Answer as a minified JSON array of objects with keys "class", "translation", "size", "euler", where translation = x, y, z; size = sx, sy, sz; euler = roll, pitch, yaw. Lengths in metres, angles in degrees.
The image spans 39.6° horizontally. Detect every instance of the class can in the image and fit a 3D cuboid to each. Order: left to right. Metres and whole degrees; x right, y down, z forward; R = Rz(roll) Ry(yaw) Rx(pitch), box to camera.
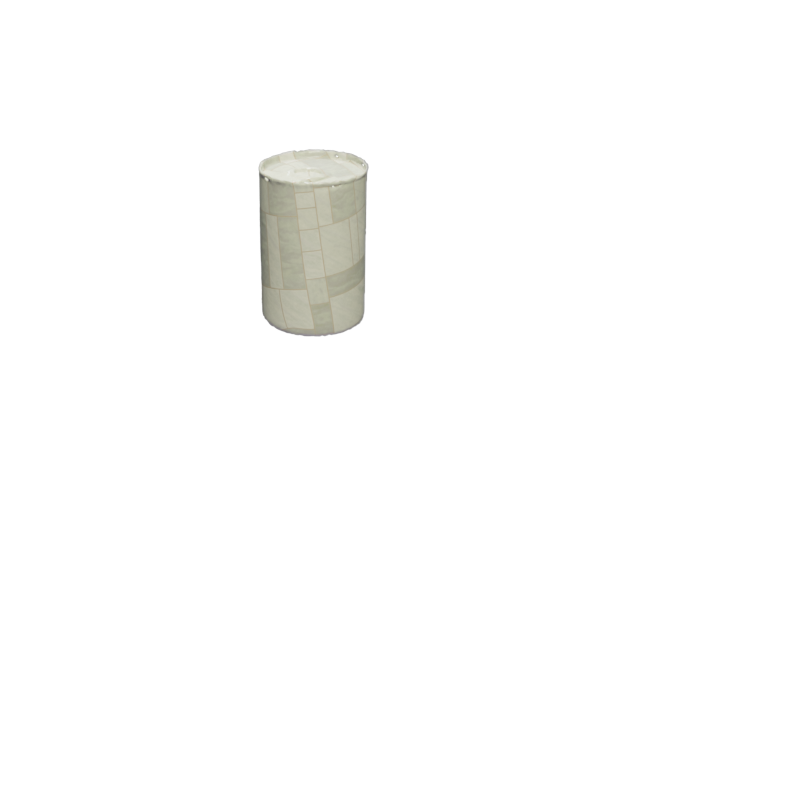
[{"class":"can","translation":[-0.055,-0.100,0.701],"size":[0.068,0.097,0.072],"euler":[0,25,-2]}]
